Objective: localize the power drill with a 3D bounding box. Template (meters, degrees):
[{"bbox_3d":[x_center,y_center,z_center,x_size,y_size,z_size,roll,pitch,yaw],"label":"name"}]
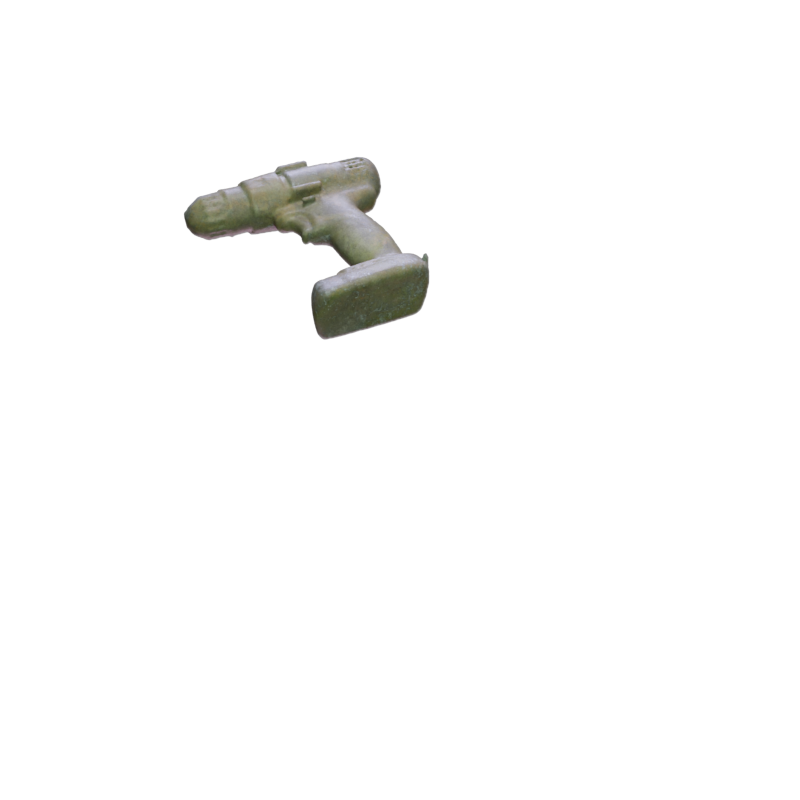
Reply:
[{"bbox_3d":[-0.075,-0.136,0.953,0.182,0.053,0.203,-18,48,-18],"label":"power drill"}]
